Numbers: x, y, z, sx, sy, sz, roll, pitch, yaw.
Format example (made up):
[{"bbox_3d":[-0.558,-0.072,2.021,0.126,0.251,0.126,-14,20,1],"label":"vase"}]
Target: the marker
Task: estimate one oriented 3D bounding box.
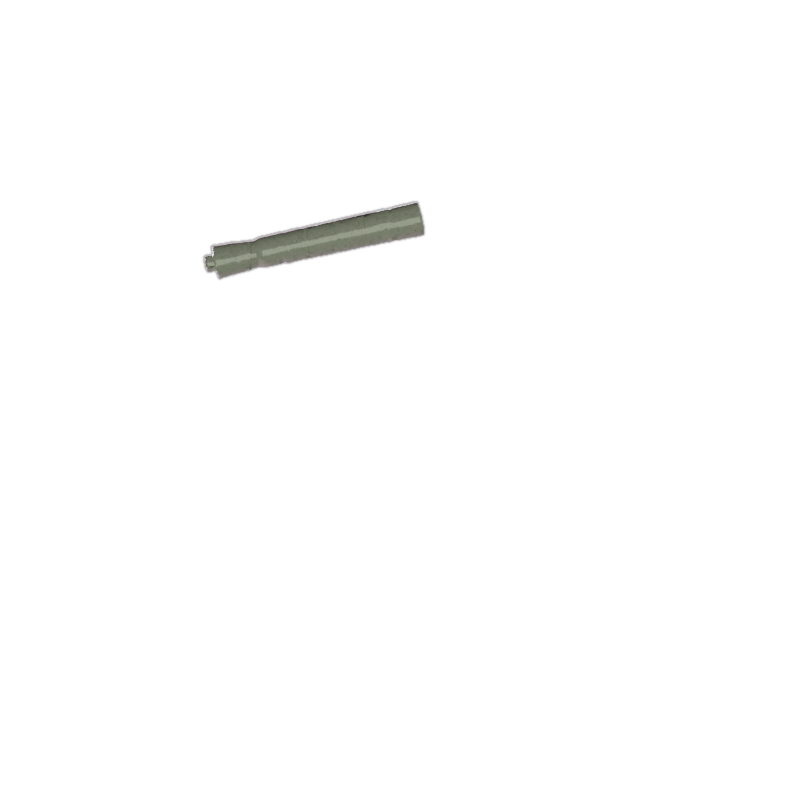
[{"bbox_3d":[-0.048,-0.087,0.607,0.121,0.020,0.020,-12,4,1],"label":"marker"}]
